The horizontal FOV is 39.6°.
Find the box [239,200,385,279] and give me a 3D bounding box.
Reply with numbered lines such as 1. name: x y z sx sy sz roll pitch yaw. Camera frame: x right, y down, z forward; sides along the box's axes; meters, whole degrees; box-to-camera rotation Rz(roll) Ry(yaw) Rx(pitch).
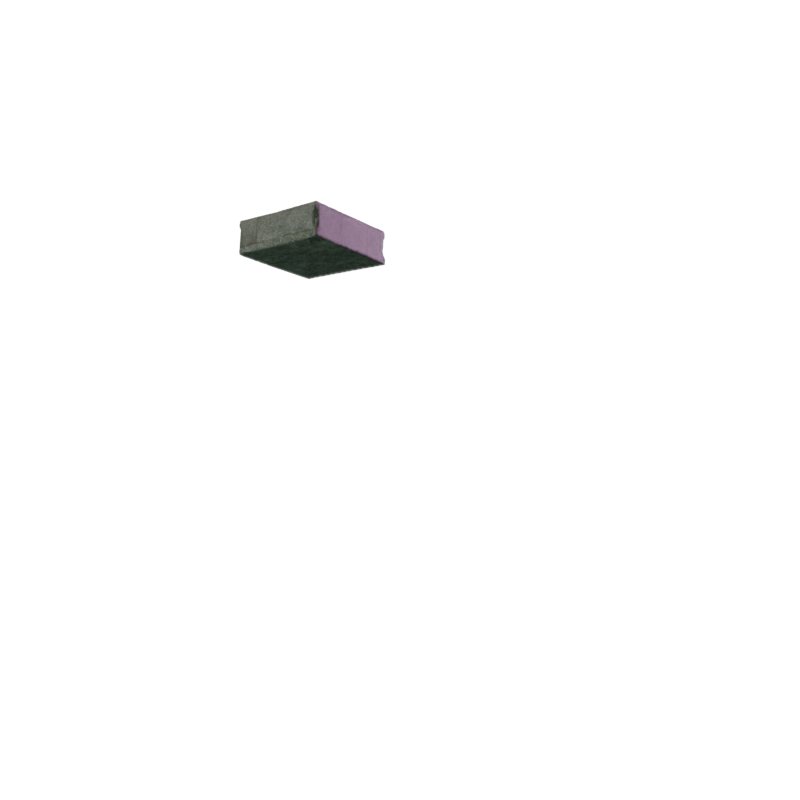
1. box: -0.065 -0.119 0.832 0.075 0.031 0.084 -8 -13 35
